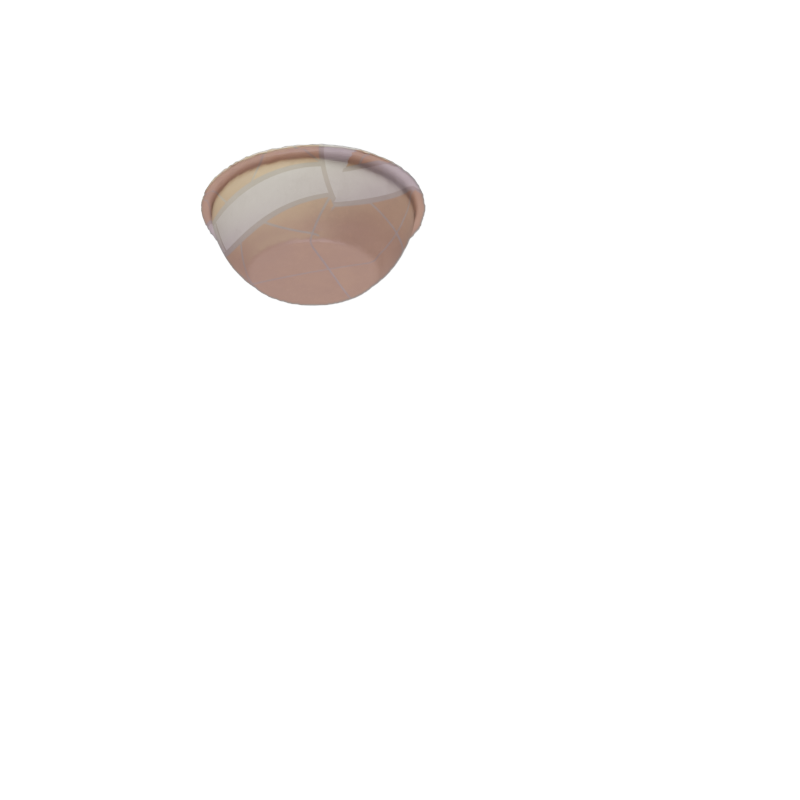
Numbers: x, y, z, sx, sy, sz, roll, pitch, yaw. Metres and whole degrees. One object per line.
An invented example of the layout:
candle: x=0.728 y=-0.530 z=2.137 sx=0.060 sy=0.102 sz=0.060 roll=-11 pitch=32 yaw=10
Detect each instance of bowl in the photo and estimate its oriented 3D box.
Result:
bowl: x=-0.061 y=-0.112 z=0.785 sx=0.162 sy=0.058 sz=0.153 roll=1 pitch=-26 yaw=-2
